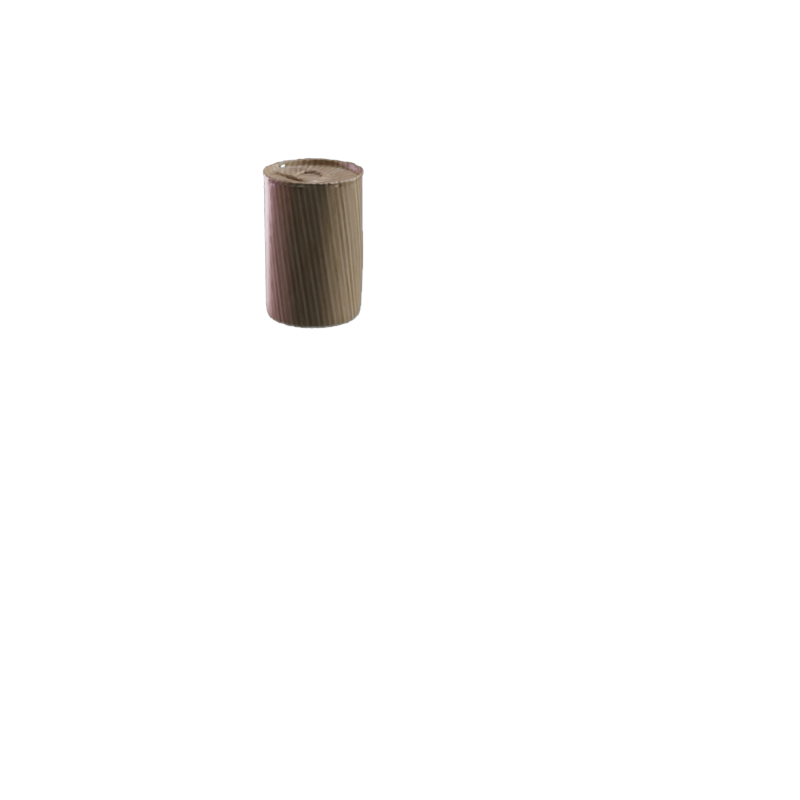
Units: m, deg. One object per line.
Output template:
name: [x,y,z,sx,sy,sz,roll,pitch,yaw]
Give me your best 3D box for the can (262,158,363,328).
can: [-0.059,-0.108,0.758,0.068,0.098,0.072,0,21,-2]
